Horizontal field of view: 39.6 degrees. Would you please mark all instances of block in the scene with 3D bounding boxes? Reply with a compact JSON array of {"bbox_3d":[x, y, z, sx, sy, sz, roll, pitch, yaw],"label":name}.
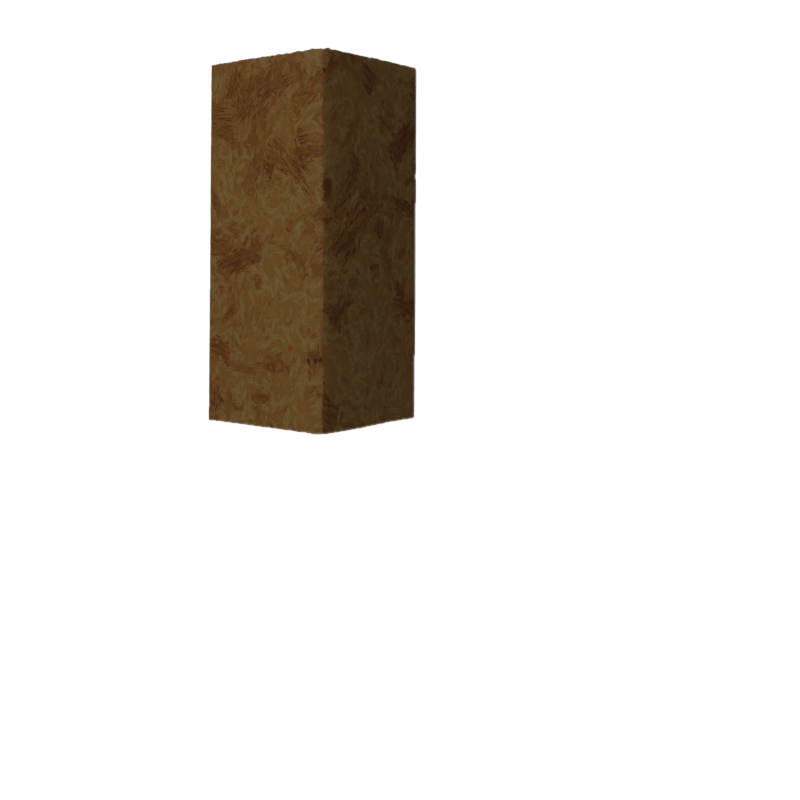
[{"bbox_3d":[-0.050,-0.092,0.647,0.094,0.206,0.087,0,0,39],"label":"block"}]
